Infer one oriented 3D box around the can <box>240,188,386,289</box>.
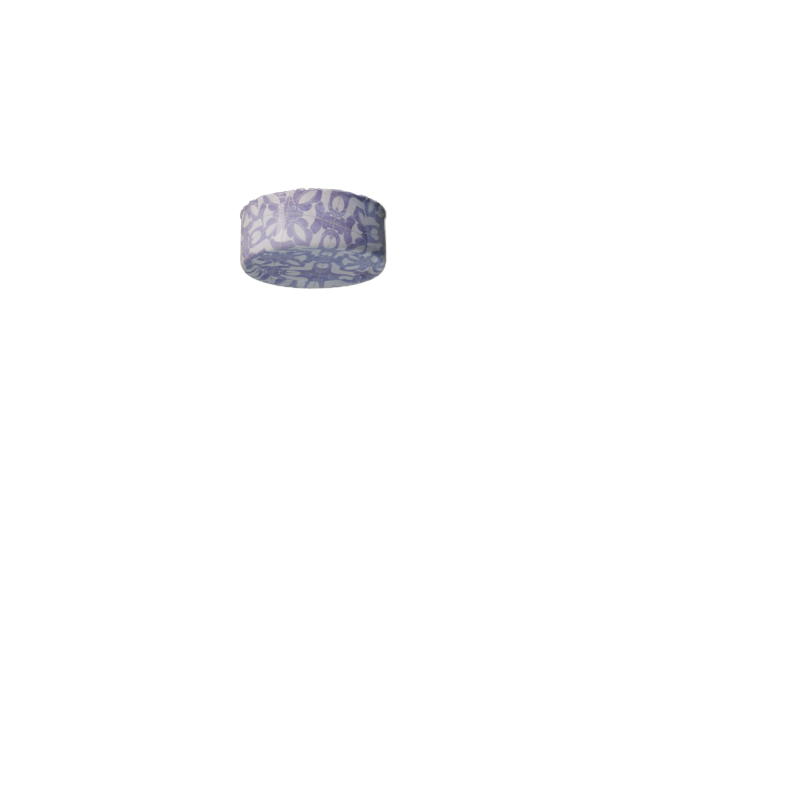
[{"bbox_3d":[-0.050,-0.092,0.643,0.086,0.035,0.083,0,-12,-2],"label":"can"}]
